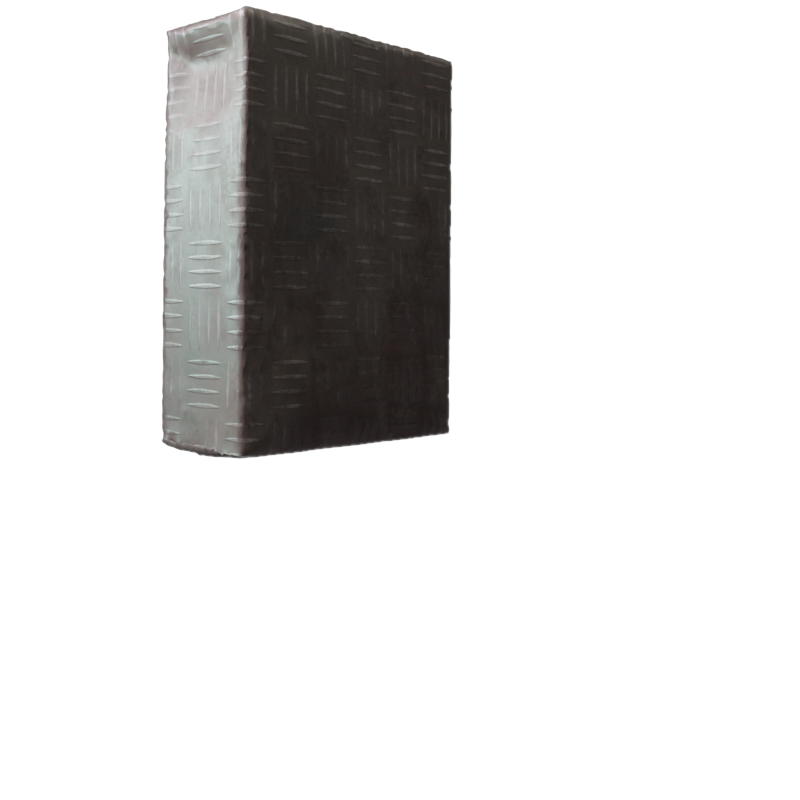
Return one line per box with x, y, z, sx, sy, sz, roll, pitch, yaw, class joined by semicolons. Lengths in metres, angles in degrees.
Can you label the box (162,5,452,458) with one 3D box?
-0.046;-0.085;0.592;0.074;0.215;0.157;-3;-2;41;box
